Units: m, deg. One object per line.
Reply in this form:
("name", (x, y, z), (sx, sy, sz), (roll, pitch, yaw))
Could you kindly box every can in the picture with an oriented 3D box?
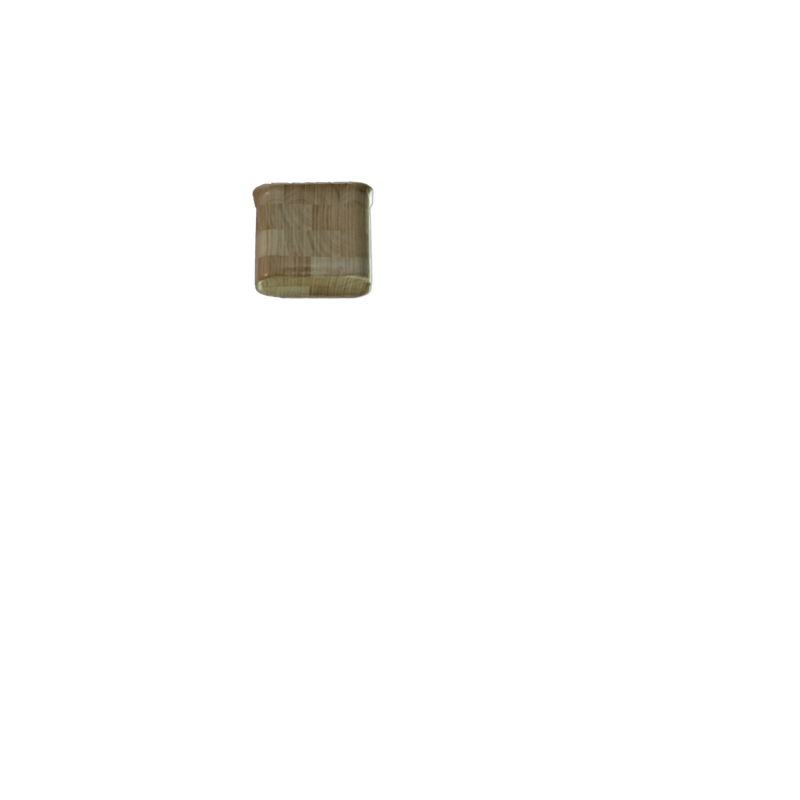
("can", (-0.072, -0.132, 0.923), (0.102, 0.088, 0.055), (-1, -21, 0))
